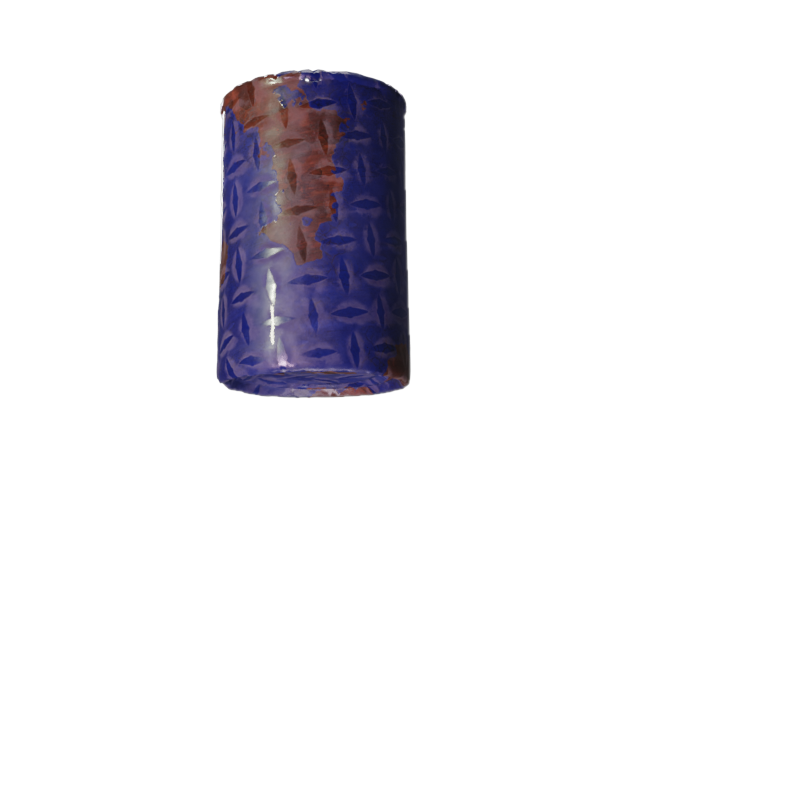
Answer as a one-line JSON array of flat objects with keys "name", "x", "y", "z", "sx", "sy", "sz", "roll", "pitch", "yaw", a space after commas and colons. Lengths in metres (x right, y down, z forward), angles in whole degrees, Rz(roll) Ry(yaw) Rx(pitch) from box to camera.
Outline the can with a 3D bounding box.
[{"name": "can", "x": -0.031, "y": -0.056, "z": 0.391, "sx": 0.068, "sy": 0.106, "sz": 0.066, "roll": 0, "pitch": -13, "yaw": -2}]
